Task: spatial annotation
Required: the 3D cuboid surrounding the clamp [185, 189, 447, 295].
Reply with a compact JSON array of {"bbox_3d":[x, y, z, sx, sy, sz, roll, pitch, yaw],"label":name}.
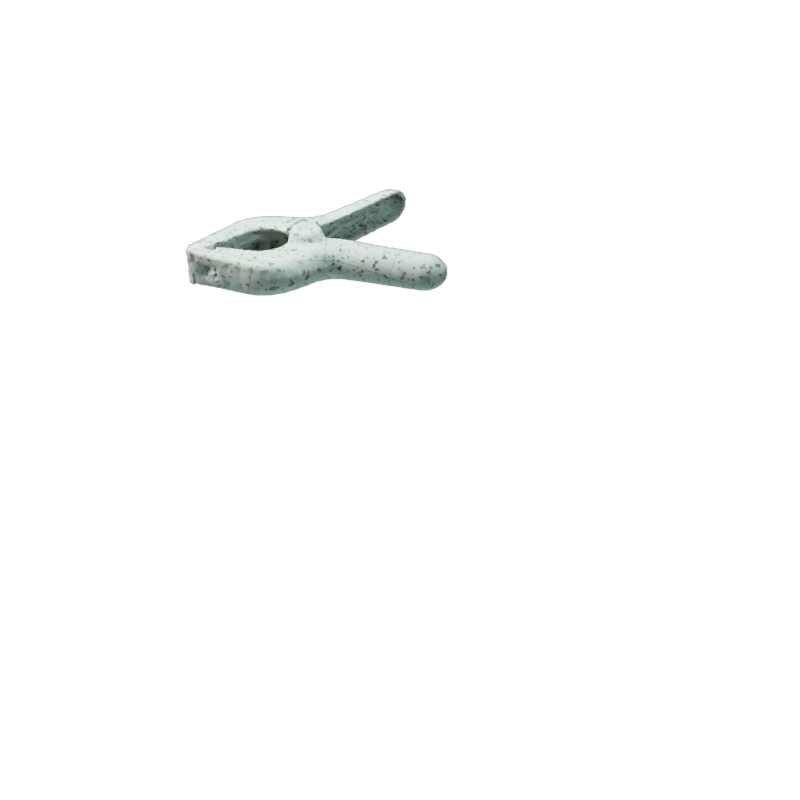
[{"bbox_3d":[-0.060,-0.109,0.766,0.171,0.037,0.127,-1,29,-3],"label":"clamp"}]
